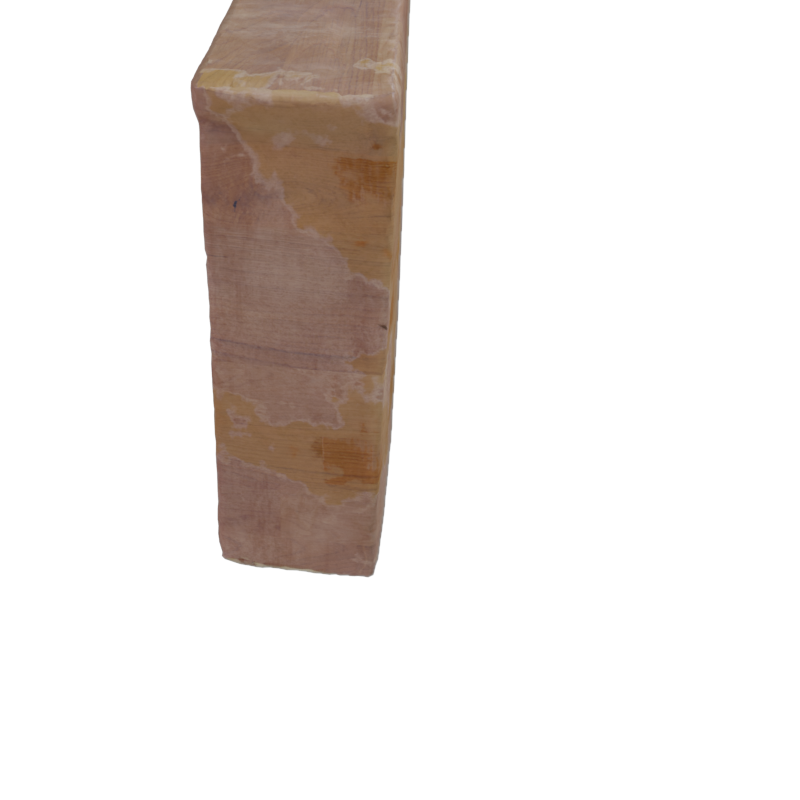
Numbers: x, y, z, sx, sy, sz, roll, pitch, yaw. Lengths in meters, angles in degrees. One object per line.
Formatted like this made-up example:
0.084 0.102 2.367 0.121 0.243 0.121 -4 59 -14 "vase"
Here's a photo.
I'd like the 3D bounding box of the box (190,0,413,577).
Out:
-0.035 -0.064 0.452 0.072 0.200 0.175 3 37 0 "box"
